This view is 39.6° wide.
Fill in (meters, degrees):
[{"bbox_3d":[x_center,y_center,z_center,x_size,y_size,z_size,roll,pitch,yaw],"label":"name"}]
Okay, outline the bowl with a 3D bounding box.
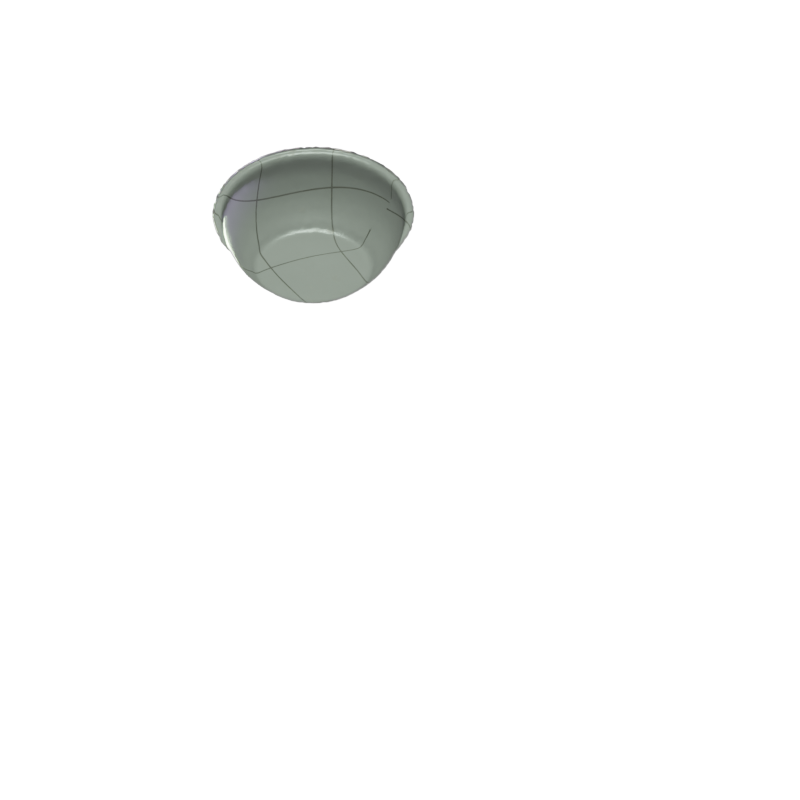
[{"bbox_3d":[-0.069,-0.125,0.876,0.162,0.059,0.151,1,-35,-2],"label":"bowl"}]
